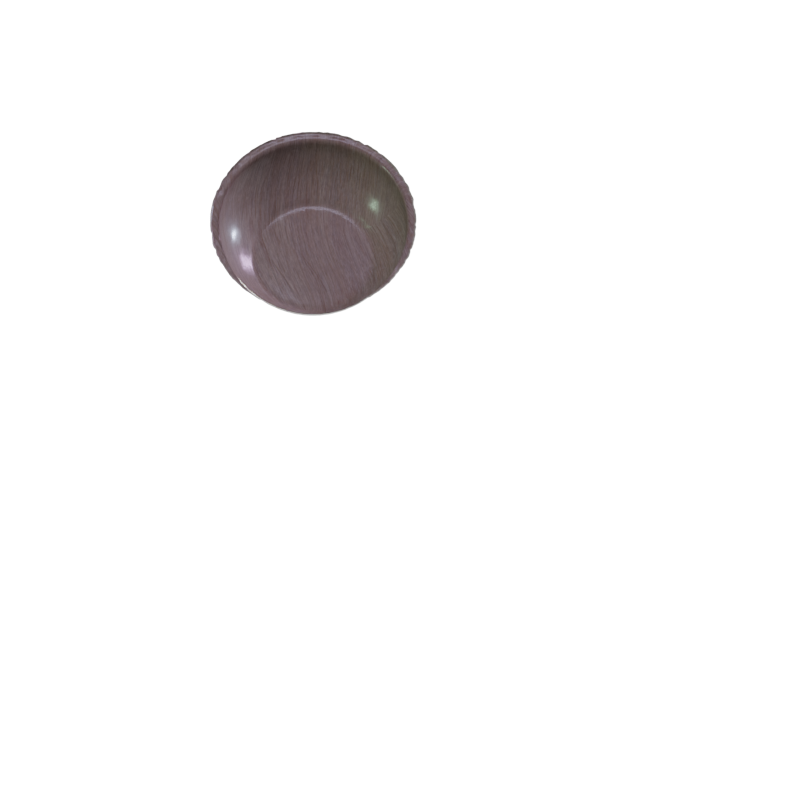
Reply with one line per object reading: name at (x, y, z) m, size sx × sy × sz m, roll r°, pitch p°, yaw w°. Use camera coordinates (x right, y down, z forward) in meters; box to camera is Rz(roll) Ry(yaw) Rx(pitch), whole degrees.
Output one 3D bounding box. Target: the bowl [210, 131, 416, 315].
bowl at (-0.066, -0.121, 0.849) m, size 0.162 × 0.152 × 0.059 m, roll 1°, pitch 32°, yaw -1°
